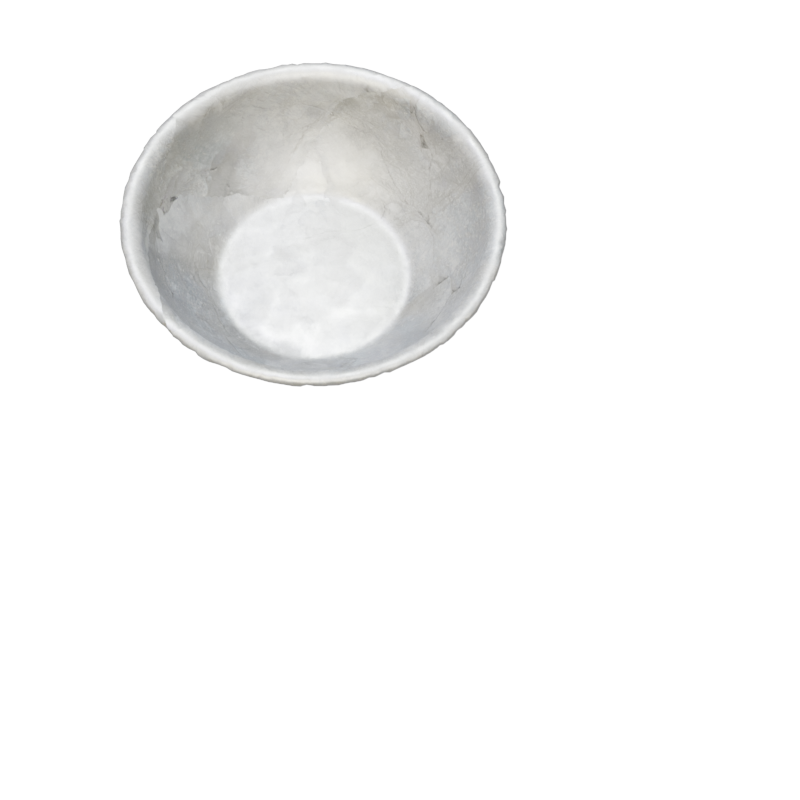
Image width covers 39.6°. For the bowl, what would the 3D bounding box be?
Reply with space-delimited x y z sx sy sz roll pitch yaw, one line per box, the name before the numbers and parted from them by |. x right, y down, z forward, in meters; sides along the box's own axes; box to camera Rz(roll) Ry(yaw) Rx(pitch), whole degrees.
bowl | -0.038 -0.069 0.485 0.162 0.173 0.052 -1 -30 -1
